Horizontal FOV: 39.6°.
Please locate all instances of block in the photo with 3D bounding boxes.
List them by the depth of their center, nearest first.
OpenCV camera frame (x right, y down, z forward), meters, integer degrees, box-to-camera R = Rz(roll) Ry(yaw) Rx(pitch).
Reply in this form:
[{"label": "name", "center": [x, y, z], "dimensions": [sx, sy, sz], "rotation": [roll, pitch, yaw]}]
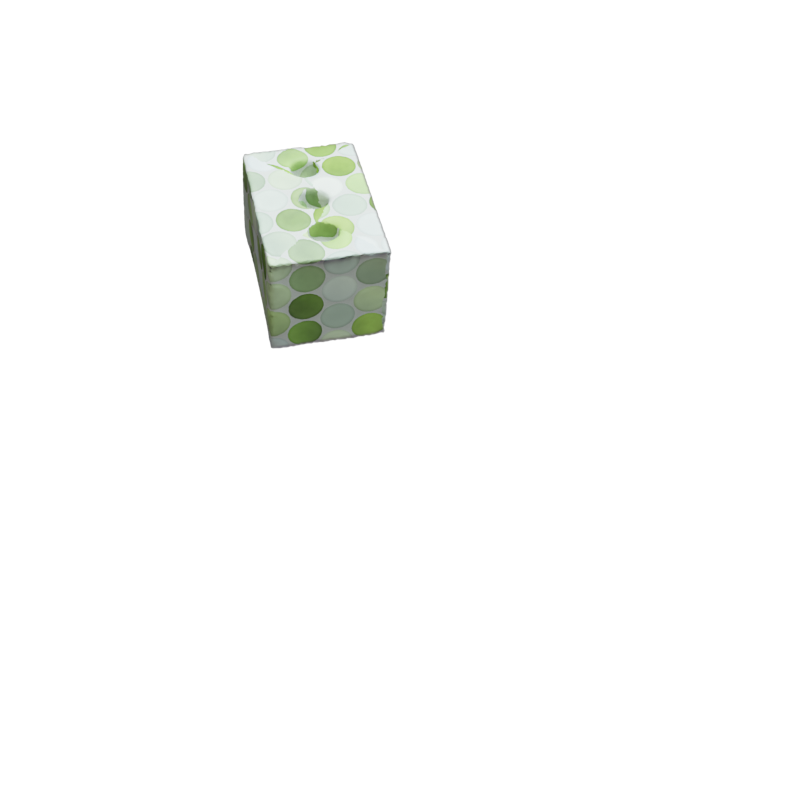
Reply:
[{"label": "block", "center": [-0.038, -0.070, 0.491], "dimensions": [0.052, 0.048, 0.084], "rotation": [-9, 46, -10]}]
